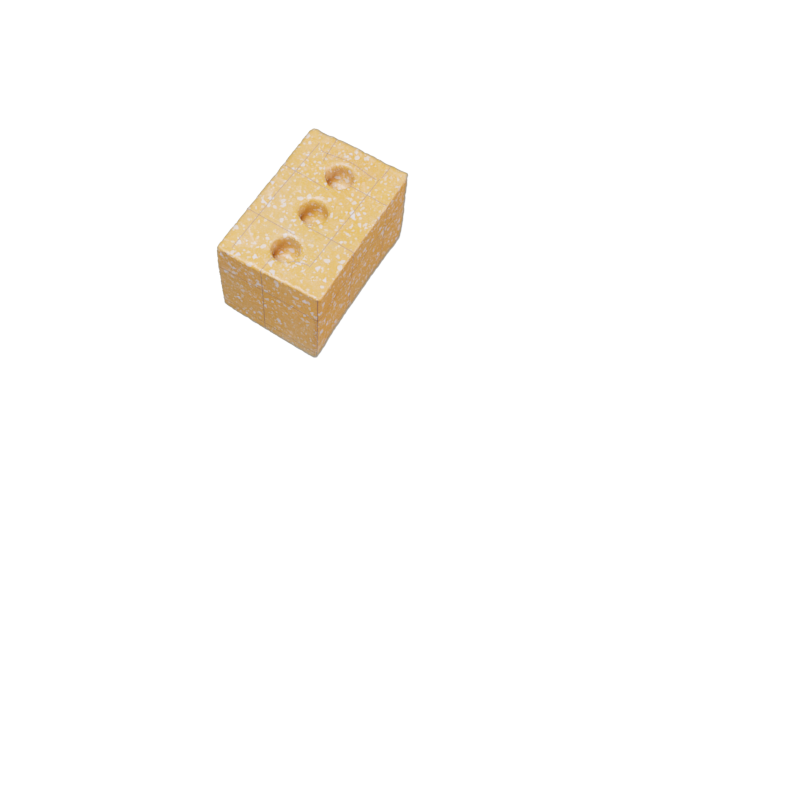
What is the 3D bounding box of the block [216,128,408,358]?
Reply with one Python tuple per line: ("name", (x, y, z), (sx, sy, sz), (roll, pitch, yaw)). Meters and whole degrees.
("block", (-0.039, -0.071, 0.498), (0.054, 0.080, 0.048), (27, -26, 12))
